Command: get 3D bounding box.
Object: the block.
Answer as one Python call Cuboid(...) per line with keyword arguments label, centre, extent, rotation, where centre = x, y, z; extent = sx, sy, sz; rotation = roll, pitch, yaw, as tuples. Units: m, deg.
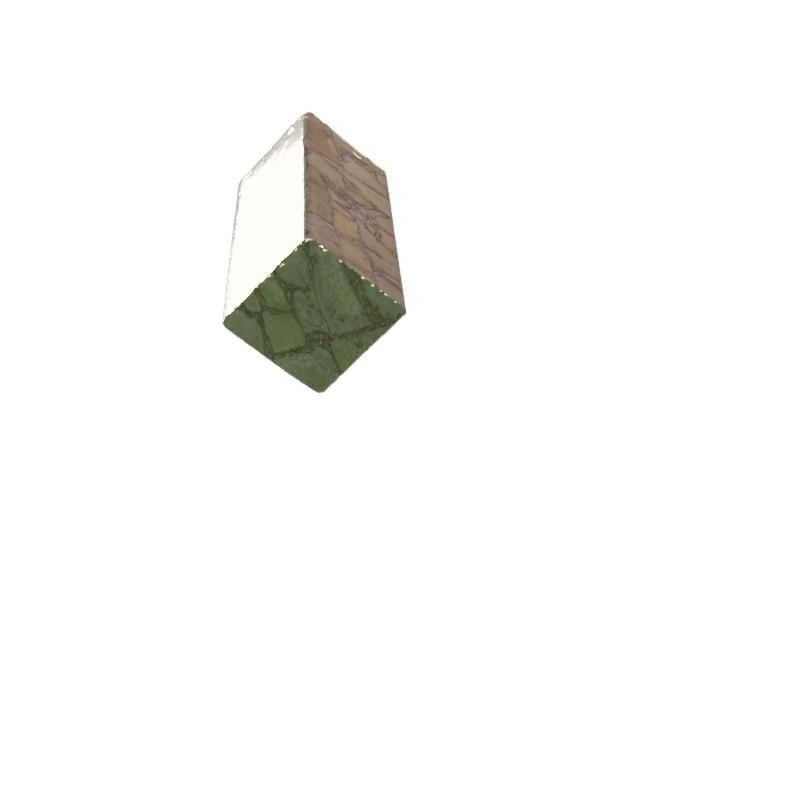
Cuboid(label="block", centre=(-0.064, -0.116, 0.811), extent=(0.086, 0.089, 0.220), rotation=(36, 25, -25))
